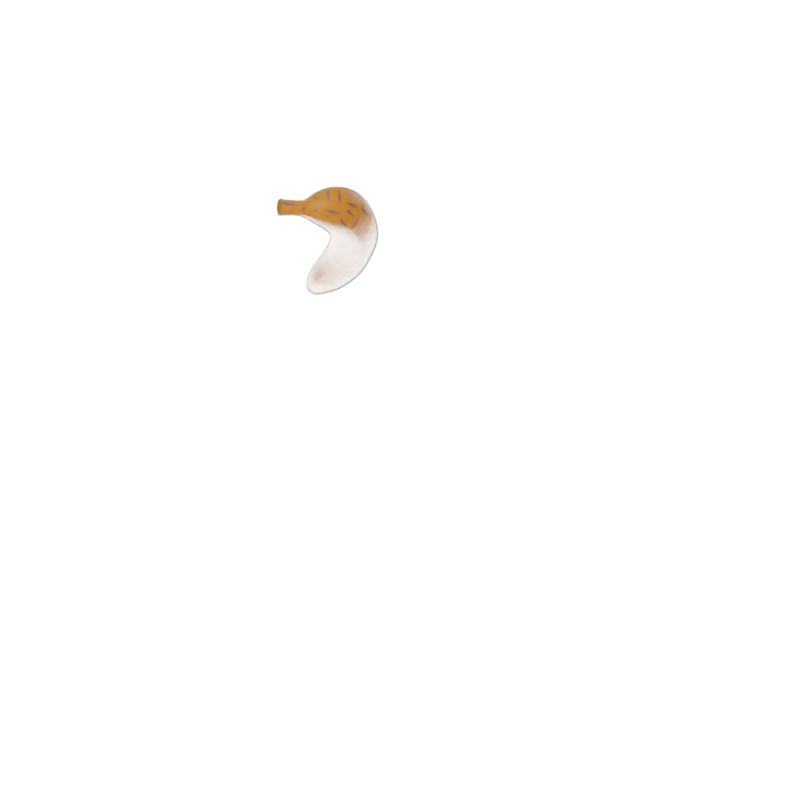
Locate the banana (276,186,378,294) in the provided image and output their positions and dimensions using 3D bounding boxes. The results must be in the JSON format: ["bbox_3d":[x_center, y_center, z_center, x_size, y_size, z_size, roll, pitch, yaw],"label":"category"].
[{"bbox_3d":[-0.052,-0.129,0.887,0.070,0.038,0.188,-1,-15,3],"label":"banana"}]
